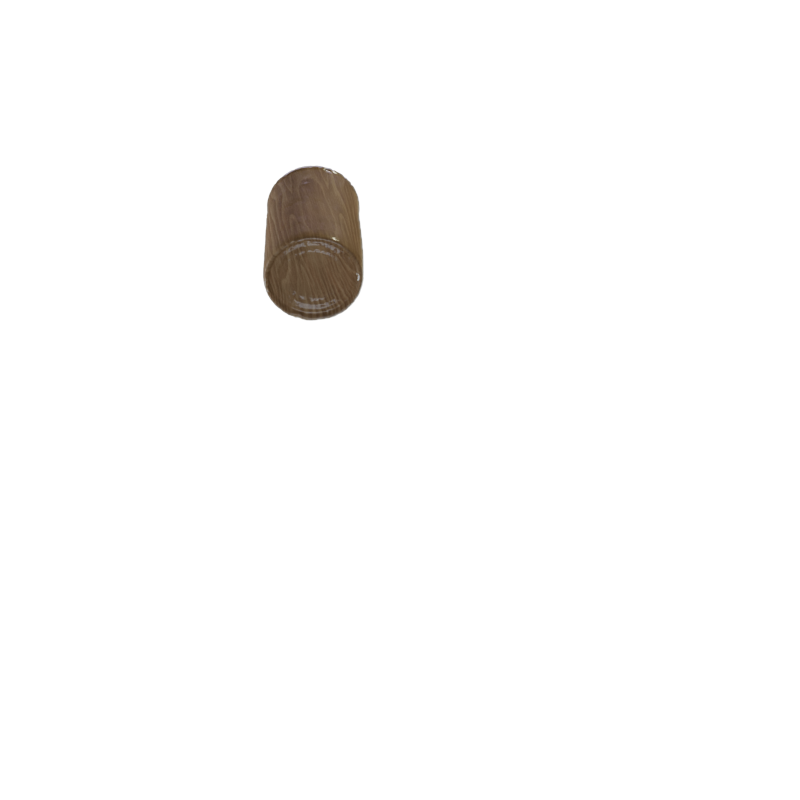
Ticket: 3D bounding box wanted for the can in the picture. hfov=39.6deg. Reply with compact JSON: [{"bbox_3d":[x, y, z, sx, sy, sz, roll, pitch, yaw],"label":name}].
[{"bbox_3d":[-0.060,-0.110,0.769,0.068,0.064,0.109,-1,35,-3],"label":"can"}]
